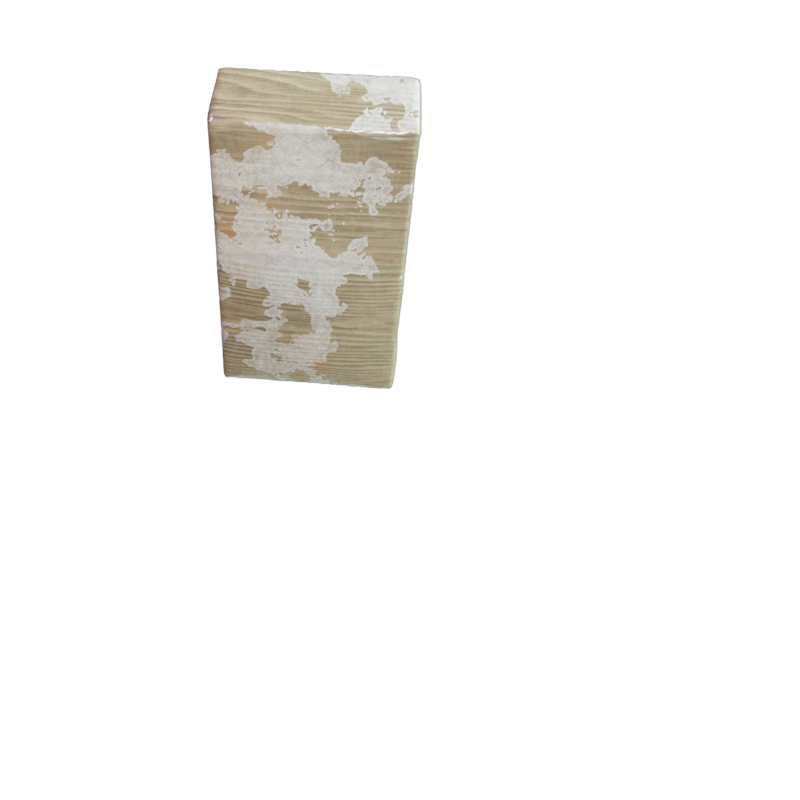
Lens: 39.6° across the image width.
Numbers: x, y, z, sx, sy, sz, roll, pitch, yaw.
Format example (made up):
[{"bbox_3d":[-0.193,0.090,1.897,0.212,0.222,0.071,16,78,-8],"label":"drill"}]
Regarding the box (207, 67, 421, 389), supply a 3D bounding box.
[{"bbox_3d":[-0.042,-0.076,0.537,0.093,0.051,0.164,4,-38,0],"label":"box"}]
